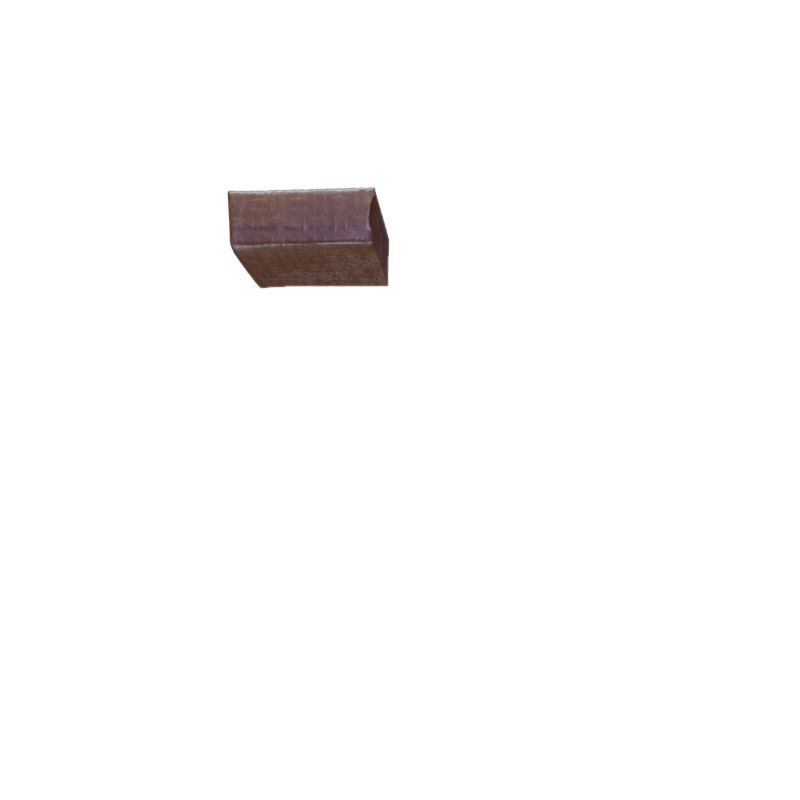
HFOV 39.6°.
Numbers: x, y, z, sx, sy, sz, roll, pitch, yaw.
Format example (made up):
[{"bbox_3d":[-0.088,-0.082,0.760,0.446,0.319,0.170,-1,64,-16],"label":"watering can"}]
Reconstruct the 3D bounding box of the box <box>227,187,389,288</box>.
[{"bbox_3d":[-0.055,-0.100,0.702,0.090,0.040,0.110,-1,-7,5],"label":"box"}]
